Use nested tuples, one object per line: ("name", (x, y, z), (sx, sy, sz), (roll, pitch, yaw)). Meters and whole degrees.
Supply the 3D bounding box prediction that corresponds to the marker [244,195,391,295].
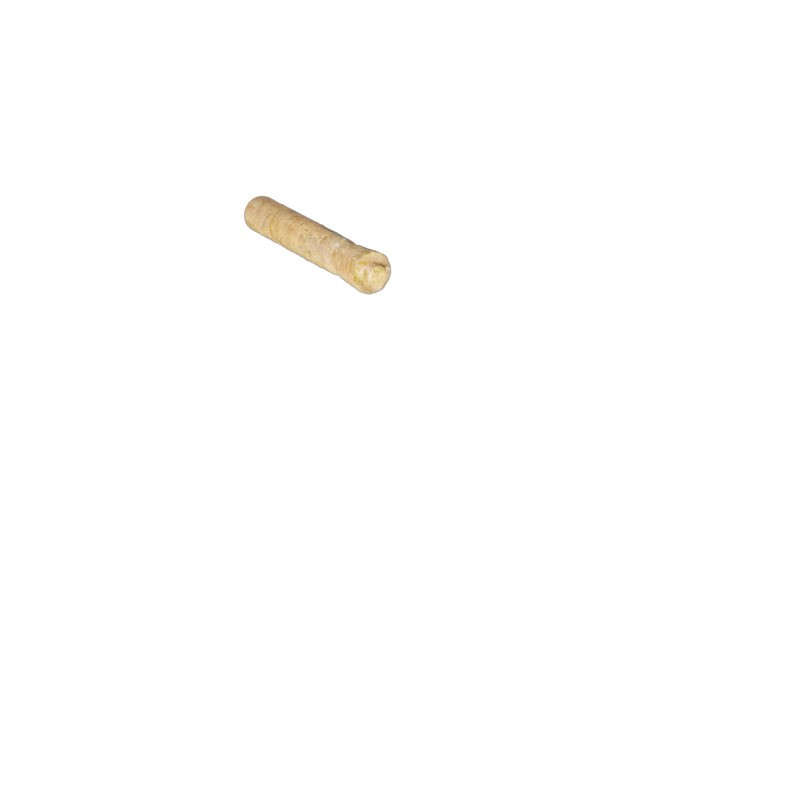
("marker", (-0.040, -0.073, 0.510), (0.019, 0.019, 0.129), (-2, 21, -30))
